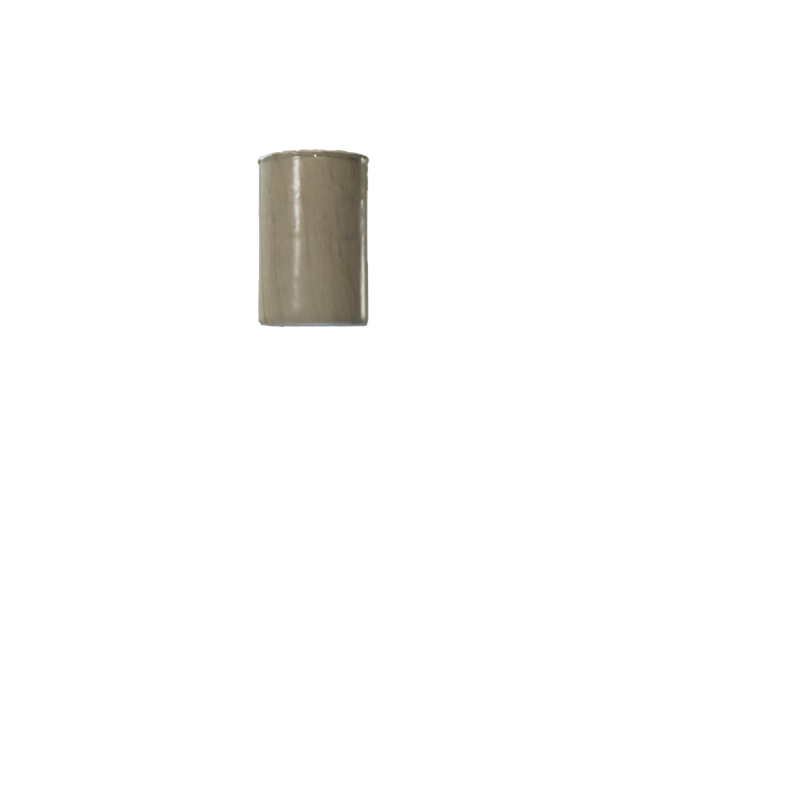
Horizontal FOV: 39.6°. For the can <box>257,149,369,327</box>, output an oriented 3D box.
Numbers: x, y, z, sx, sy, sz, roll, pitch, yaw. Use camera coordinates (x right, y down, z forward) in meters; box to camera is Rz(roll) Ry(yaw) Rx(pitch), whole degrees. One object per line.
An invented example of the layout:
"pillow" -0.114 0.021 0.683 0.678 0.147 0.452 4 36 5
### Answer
"can" -0.053 -0.096 0.672 0.068 0.103 0.068 0 -3 -2
